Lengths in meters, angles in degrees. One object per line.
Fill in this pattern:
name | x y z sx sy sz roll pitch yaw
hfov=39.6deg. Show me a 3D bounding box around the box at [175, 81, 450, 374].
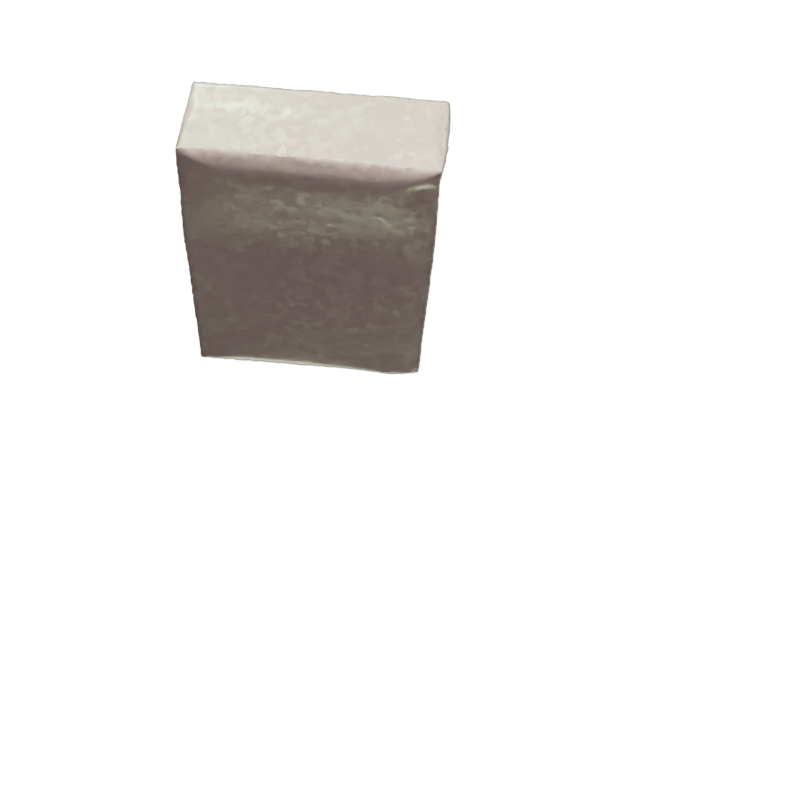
box | -0.058 -0.107 0.747 0.165 0.076 0.200 6 -36 2
